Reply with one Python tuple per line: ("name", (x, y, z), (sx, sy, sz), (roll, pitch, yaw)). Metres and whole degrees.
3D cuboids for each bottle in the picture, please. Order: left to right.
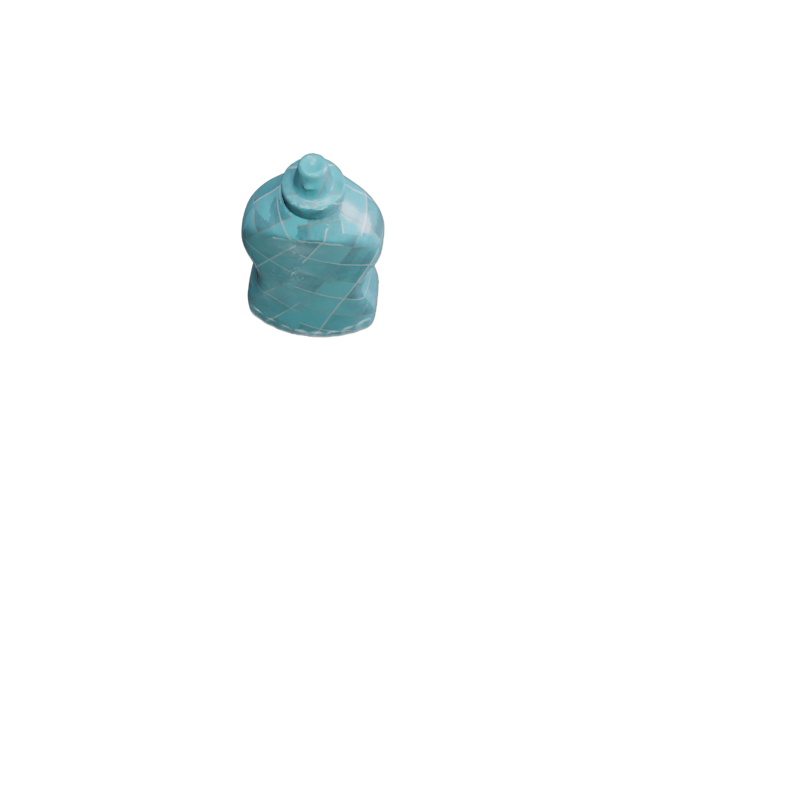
("bottle", (-0.060, -0.108, 0.762), (0.096, 0.061, 0.181), (9, -25, 1))
